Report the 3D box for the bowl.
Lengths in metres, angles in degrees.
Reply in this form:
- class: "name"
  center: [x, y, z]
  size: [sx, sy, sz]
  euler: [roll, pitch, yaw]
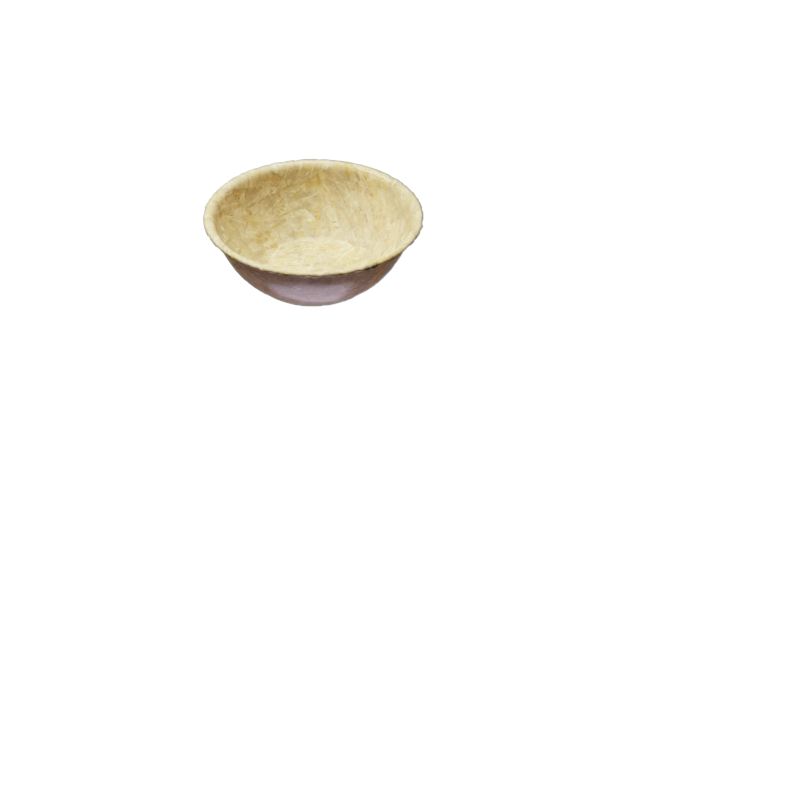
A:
- class: "bowl"
  center: [-0.065, -0.118, 0.828]
  size: [0.162, 0.051, 0.173]
  euler: [-1, 38, -2]
